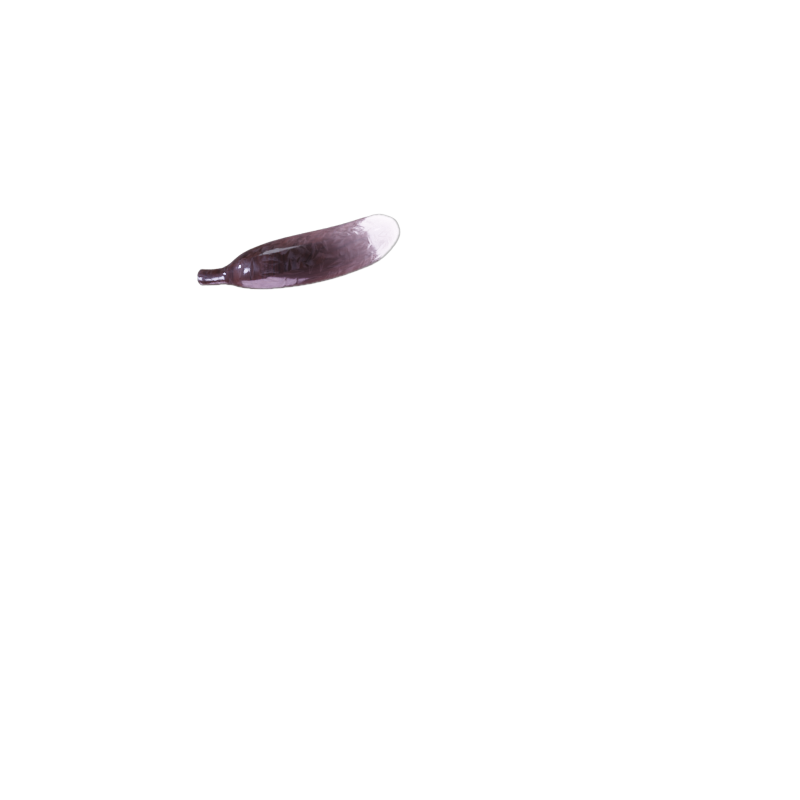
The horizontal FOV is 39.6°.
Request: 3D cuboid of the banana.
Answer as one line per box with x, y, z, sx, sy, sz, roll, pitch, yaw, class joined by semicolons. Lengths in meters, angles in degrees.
-0.057;-0.116;0.846;0.194;0.035;0.074;-20;29;-40;banana
